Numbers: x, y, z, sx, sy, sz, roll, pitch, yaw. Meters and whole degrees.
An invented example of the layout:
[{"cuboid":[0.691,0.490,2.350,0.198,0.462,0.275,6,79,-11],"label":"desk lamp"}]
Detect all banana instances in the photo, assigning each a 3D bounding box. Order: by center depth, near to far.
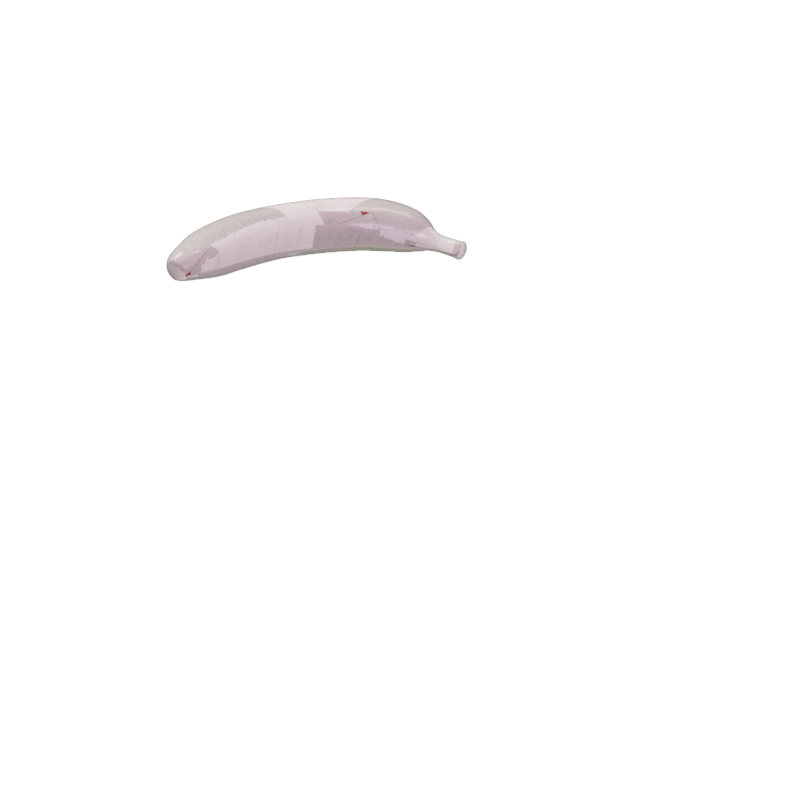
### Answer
[{"cuboid":[-0.059,-0.105,0.705,0.194,0.035,0.074,-9,22,-22],"label":"banana"}]
